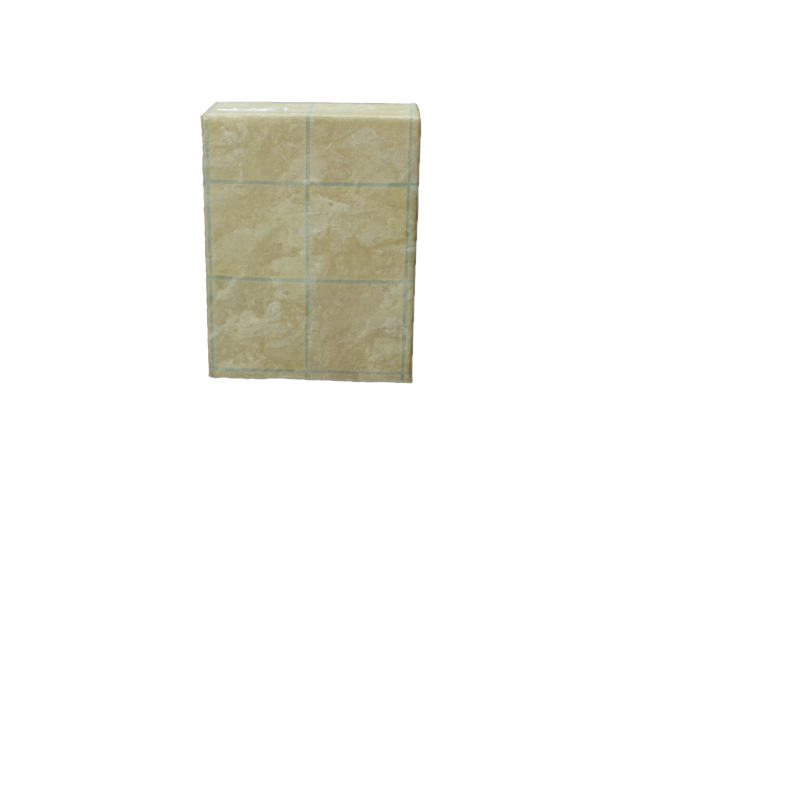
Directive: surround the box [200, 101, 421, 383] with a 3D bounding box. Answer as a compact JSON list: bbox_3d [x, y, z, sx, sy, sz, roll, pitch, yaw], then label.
[{"bbox_3d":[-0.068,-0.124,0.869,0.165,0.205,0.075,2,19,2],"label":"box"}]
